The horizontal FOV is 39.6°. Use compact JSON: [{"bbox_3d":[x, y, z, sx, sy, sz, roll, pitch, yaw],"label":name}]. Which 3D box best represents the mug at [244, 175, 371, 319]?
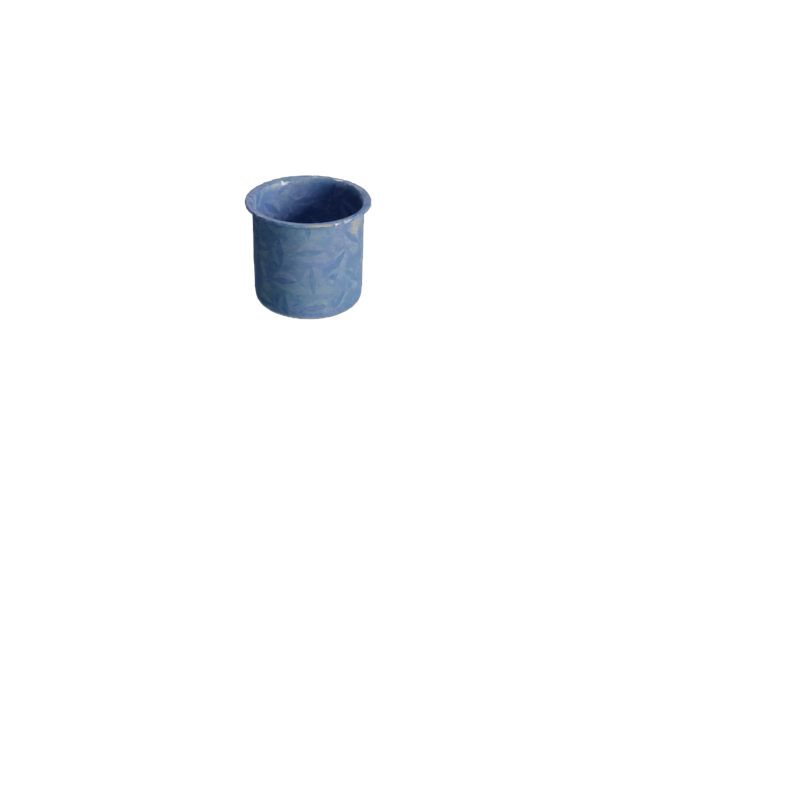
[{"bbox_3d":[-0.066,-0.120,0.839,0.095,0.077,0.121,9,32,13],"label":"mug"}]
